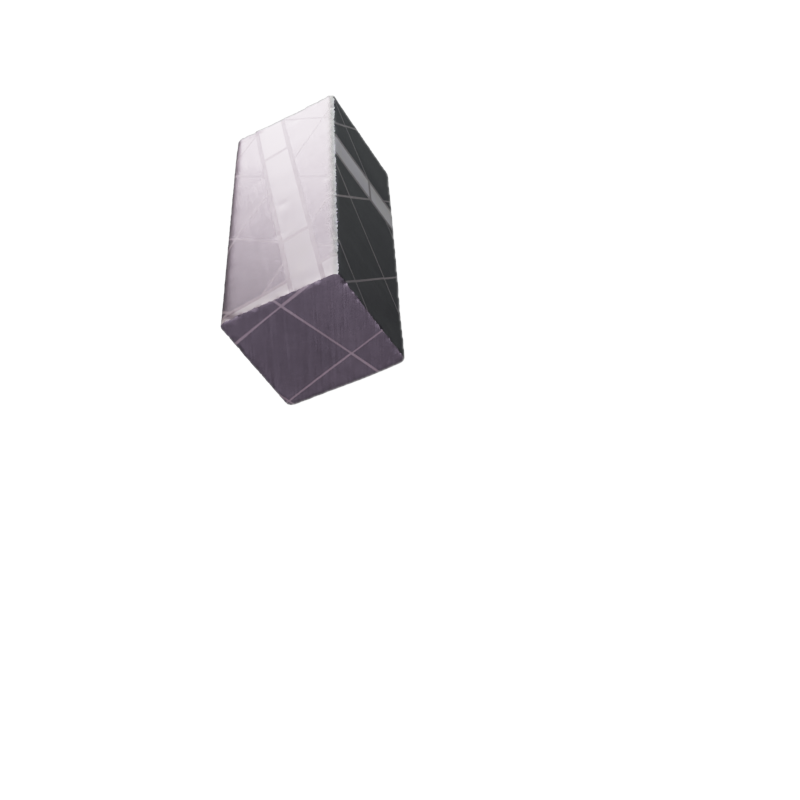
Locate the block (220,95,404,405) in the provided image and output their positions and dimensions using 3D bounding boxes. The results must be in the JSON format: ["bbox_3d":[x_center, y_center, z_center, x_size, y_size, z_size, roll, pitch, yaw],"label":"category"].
[{"bbox_3d":[-0.062,-0.112,0.786,0.090,0.221,0.084,-23,-49,17],"label":"block"}]
